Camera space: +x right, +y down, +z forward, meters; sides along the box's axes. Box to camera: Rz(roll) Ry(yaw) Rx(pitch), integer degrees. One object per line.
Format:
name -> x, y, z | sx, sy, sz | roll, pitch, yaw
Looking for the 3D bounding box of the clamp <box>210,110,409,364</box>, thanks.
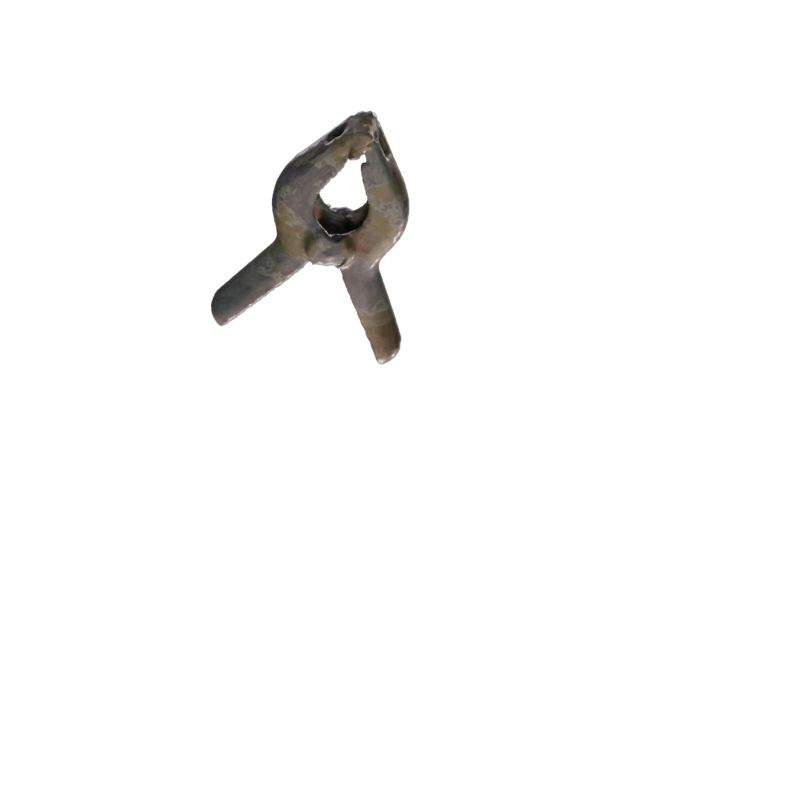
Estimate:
clamp -> -0.051, -0.094, 0.656 | 0.119, 0.161, 0.042 | 4, 37, -4
